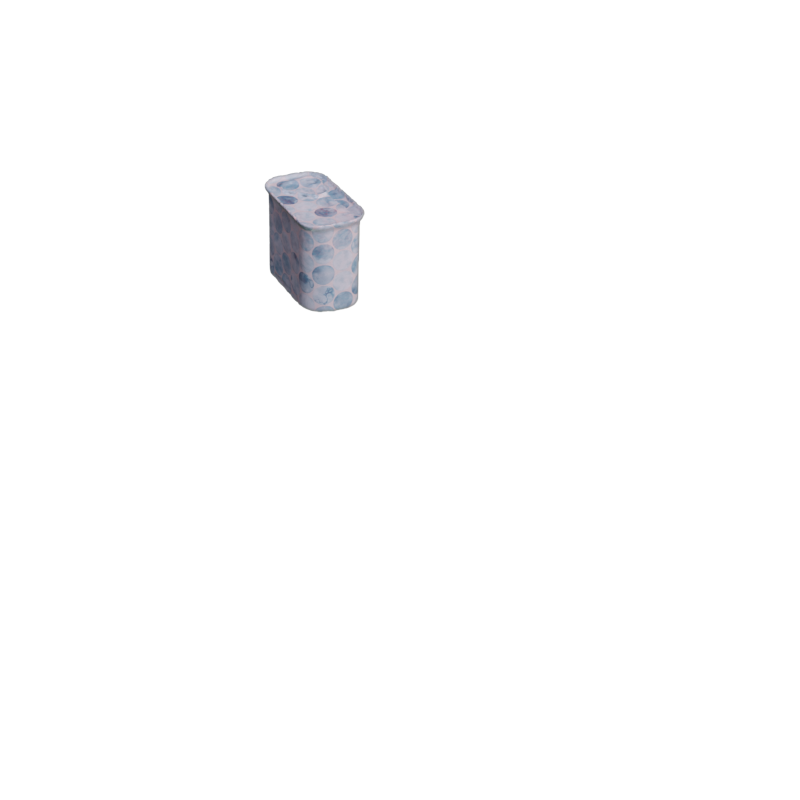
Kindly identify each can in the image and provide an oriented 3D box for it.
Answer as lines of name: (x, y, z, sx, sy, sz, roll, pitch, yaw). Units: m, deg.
can: (-0.073, -0.133, 0.930, 0.057, 0.079, 0.110, -14, 36, -23)
